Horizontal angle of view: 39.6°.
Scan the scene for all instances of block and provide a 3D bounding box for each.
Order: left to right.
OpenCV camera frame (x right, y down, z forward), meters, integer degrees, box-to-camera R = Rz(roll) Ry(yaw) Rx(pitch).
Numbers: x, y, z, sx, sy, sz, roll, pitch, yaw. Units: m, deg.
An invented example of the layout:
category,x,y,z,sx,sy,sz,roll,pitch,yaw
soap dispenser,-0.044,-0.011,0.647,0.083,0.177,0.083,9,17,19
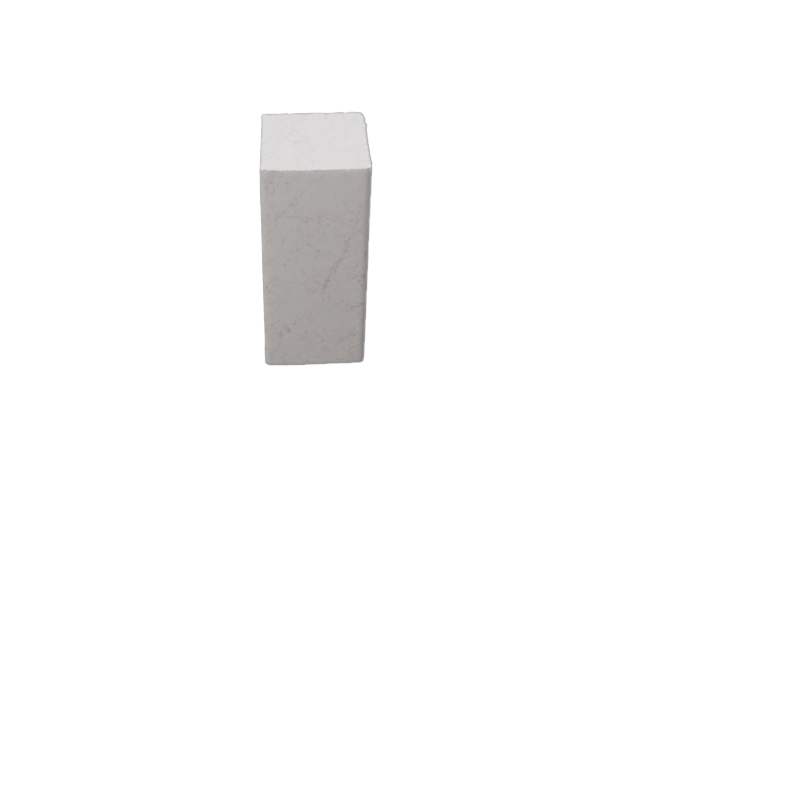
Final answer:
category,x,y,z,sx,sy,sz,roll,pitch,yaw
block,-0.074,-0.137,0.960,0.090,0.192,0.097,-1,39,-4
